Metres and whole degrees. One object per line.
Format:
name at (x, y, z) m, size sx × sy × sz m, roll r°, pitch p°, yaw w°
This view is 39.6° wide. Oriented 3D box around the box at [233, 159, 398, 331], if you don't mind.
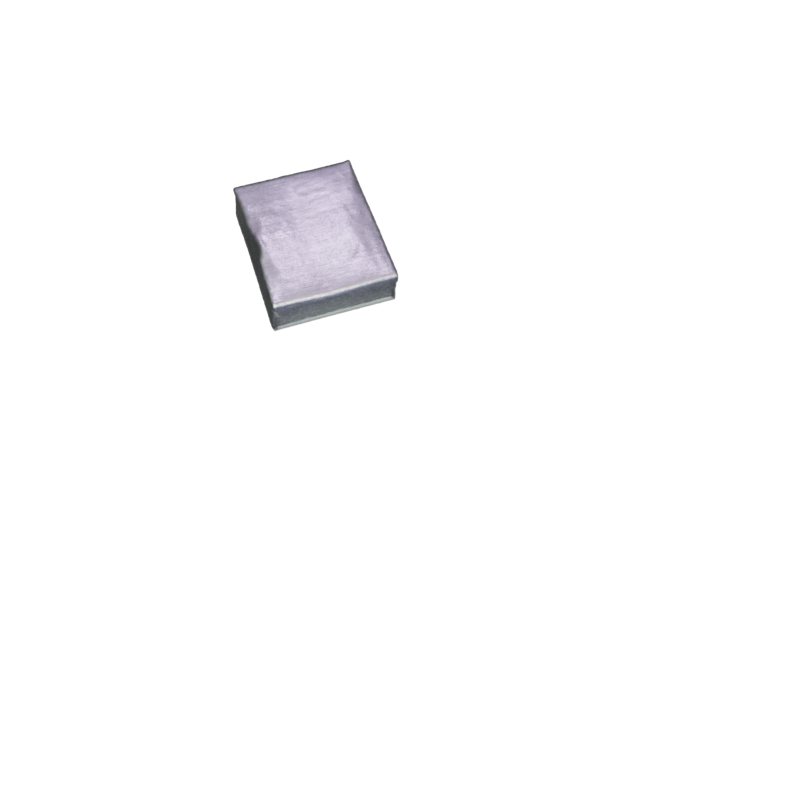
box at (-0.050, -0.091, 0.637) m, size 0.073 × 0.096 × 0.028 m, roll -15°, pitch -31°, yaw -10°
